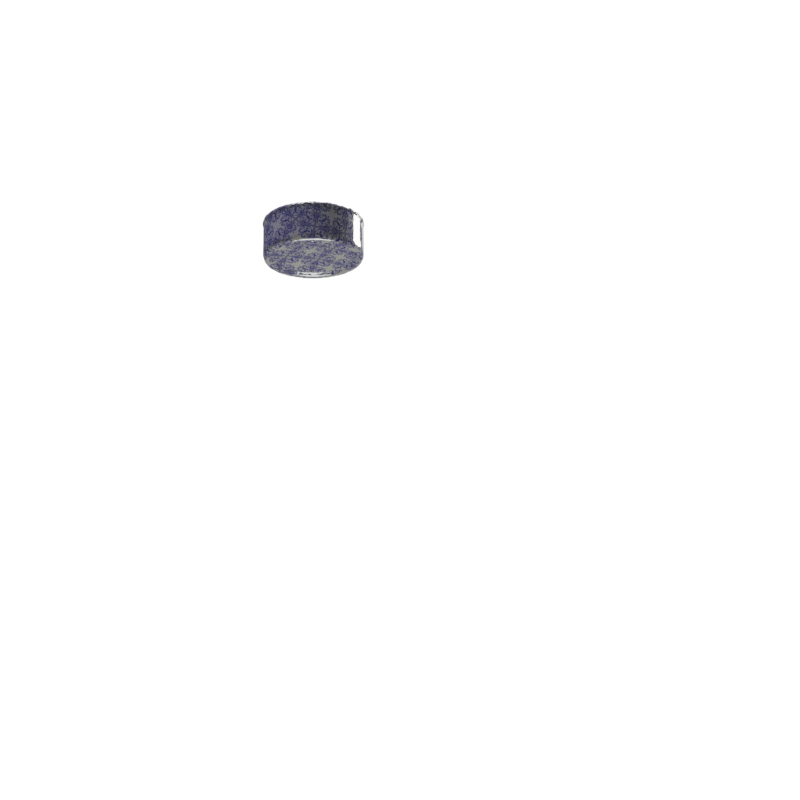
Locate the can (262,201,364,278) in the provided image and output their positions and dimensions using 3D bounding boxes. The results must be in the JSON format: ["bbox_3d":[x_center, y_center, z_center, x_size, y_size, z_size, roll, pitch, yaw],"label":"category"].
[{"bbox_3d":[-0.073,-0.133,0.932,0.086,0.035,0.082,0,-18,-2],"label":"can"}]
